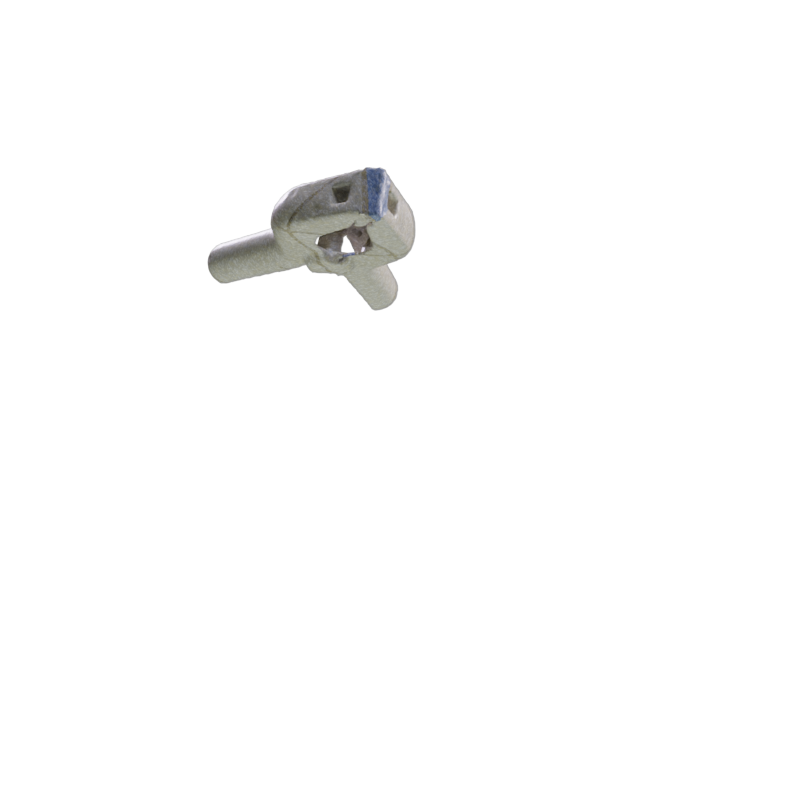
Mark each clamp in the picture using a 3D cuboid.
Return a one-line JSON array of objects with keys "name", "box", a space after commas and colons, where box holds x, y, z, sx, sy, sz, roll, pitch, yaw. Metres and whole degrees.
[{"name": "clamp", "box": [-0.049, -0.090, 0.632, 0.119, 0.041, 0.166, 2, -15, -8]}]
